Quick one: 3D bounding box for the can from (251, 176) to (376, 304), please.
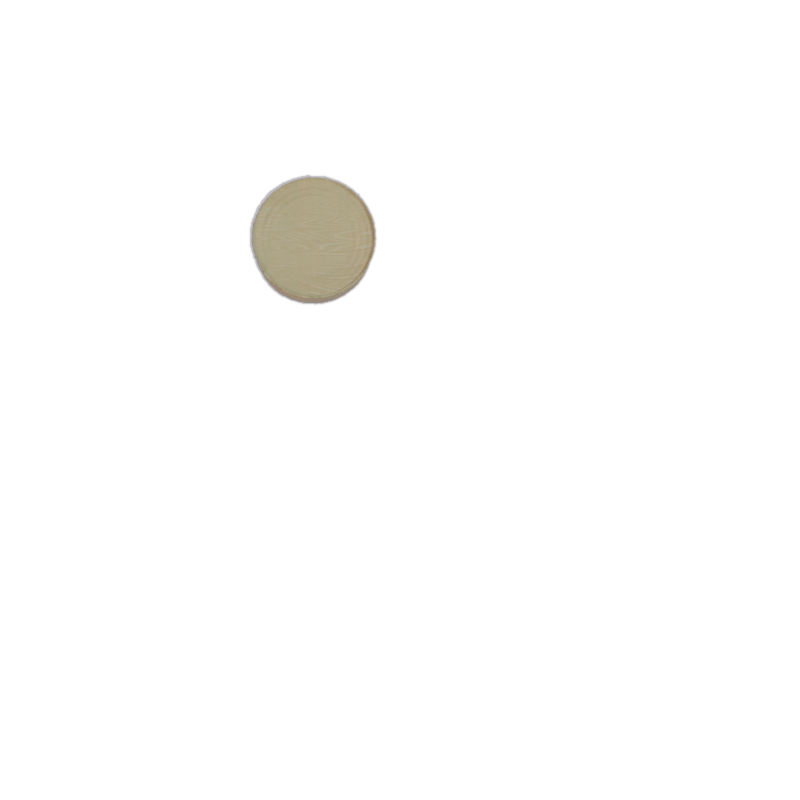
[{"bbox_3d":[-0.061,-0.111,0.777,0.086,0.088,0.033,0,-11,-1],"label":"can"}]
